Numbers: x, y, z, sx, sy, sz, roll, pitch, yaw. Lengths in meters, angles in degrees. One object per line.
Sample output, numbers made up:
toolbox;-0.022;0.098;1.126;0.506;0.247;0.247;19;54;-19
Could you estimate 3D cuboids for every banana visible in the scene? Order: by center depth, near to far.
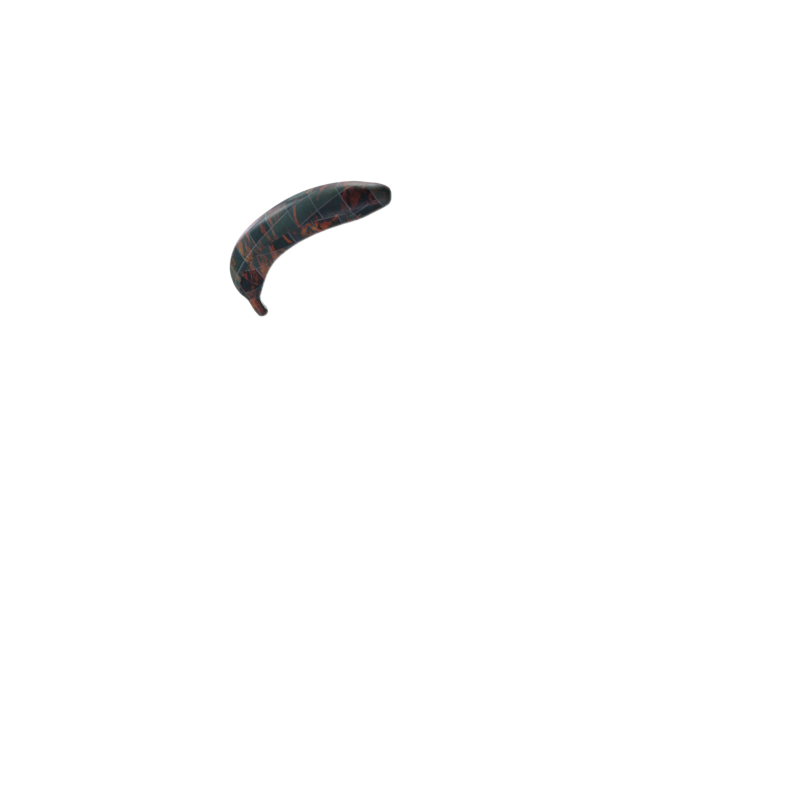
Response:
banana;-0.092;-0.140;0.948;0.066;0.039;0.195;23;-40;-32
